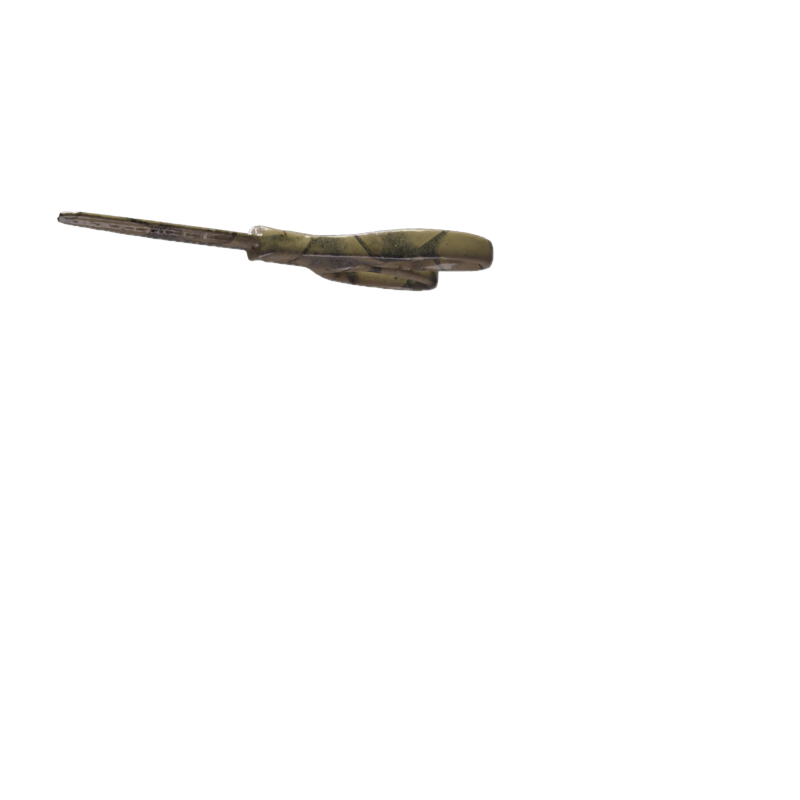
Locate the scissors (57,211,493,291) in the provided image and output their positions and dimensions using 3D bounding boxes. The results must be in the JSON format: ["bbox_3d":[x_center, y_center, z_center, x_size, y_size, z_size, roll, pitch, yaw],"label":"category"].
[{"bbox_3d":[-0.038,-0.069,0.483,0.099,0.016,0.192,-4,-6,40],"label":"scissors"}]
